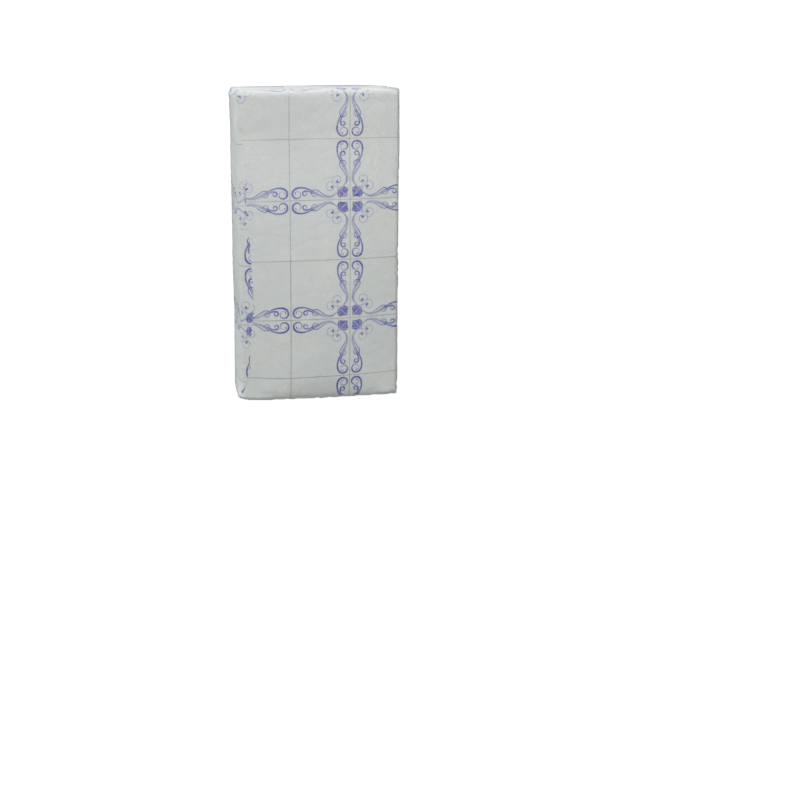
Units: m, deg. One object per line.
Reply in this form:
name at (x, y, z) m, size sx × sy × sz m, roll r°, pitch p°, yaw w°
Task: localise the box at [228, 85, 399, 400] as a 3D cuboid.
box at (-0.049, -0.090, 0.632) m, size 0.092 × 0.172 × 0.050 m, roll -2°, pitch 10°, yaw -11°
